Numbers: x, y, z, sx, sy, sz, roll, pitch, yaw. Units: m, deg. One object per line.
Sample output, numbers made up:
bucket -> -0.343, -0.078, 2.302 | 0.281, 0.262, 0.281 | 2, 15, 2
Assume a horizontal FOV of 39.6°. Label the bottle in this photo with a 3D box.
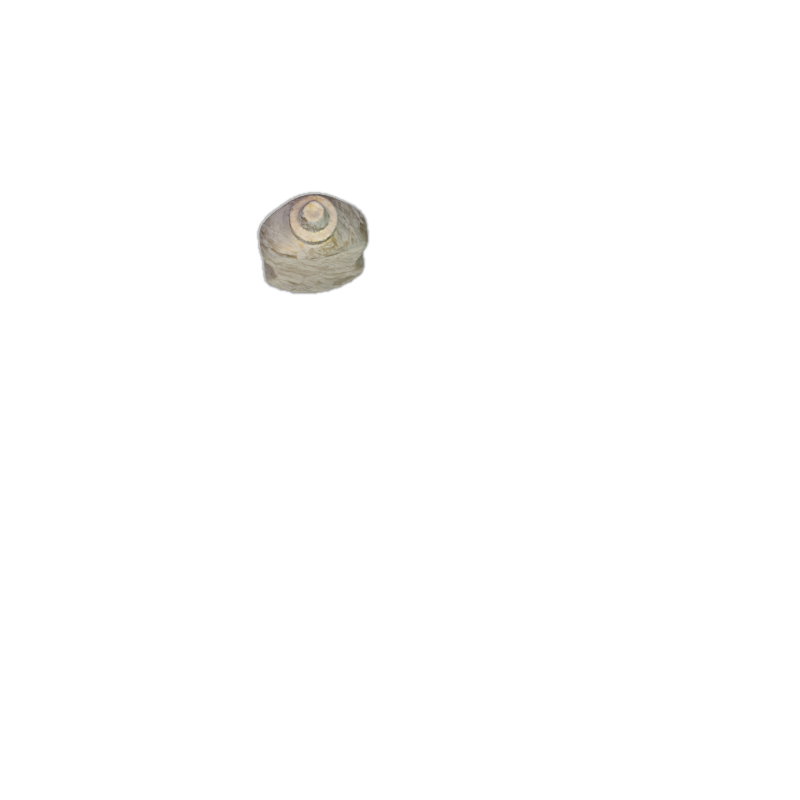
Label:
bottle -> -0.077, -0.141, 0.988 | 0.096, 0.060, 0.187 | -5, -7, -4
